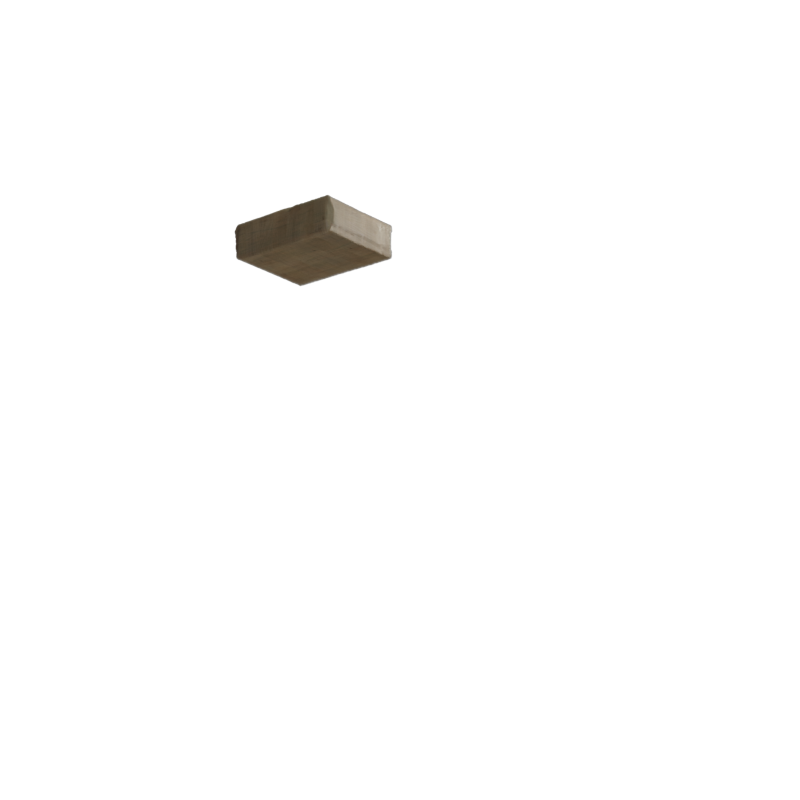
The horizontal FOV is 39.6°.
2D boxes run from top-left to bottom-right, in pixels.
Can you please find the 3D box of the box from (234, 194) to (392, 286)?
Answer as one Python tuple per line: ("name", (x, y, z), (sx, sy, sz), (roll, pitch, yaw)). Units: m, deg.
("box", (-0.062, -0.113, 0.793), (0.091, 0.031, 0.069), (-11, -19, 36))
